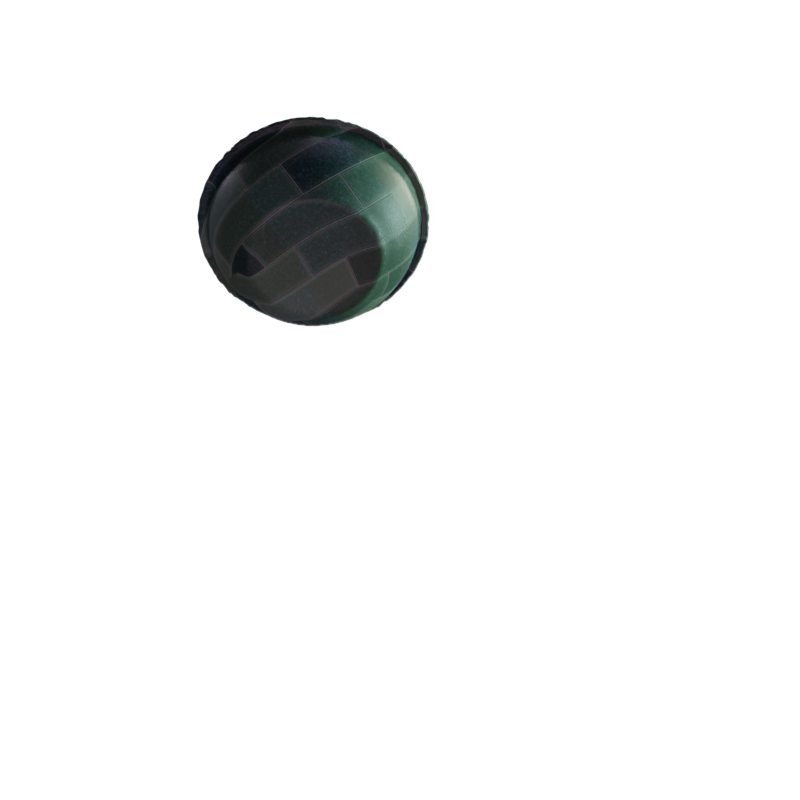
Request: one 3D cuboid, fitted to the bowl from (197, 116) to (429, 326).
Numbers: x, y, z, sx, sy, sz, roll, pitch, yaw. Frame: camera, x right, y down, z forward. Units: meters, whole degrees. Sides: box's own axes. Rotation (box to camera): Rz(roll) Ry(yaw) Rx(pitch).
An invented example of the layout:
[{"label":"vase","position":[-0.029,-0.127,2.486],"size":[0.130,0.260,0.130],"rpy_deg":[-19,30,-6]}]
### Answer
[{"label":"bowl","position":[-0.059,-0.107,0.751],"size":[0.162,0.153,0.058],"rpy_deg":[1,29,-1]}]
